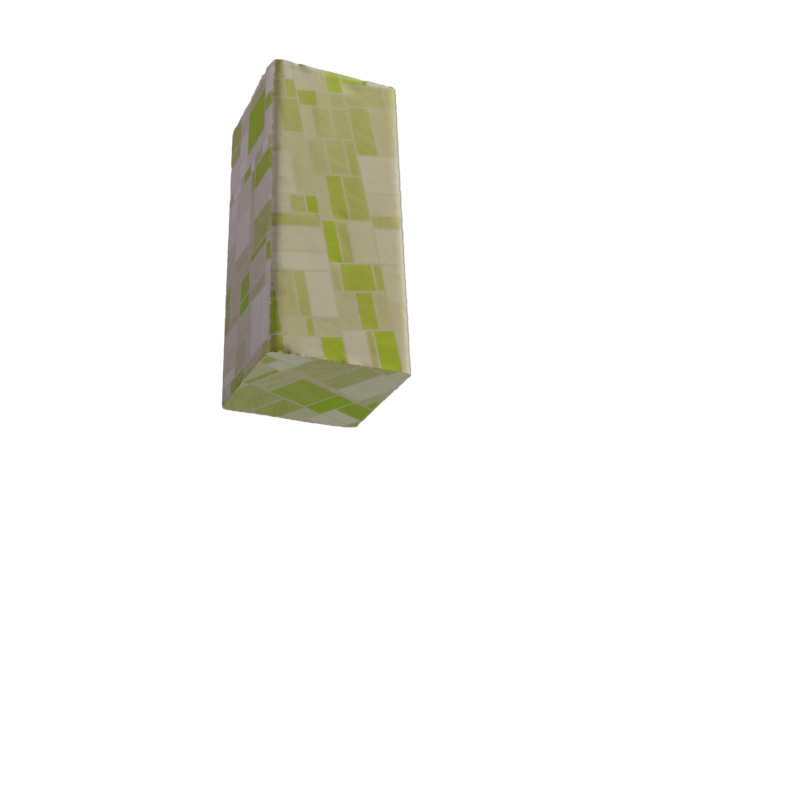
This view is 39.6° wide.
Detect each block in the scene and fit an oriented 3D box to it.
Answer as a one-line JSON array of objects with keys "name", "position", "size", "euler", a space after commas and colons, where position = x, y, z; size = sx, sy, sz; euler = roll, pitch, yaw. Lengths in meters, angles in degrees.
[{"name": "block", "position": [-0.055, -0.100, 0.699], "size": [0.087, 0.219, 0.088], "euler": [10, -31, -21]}]
